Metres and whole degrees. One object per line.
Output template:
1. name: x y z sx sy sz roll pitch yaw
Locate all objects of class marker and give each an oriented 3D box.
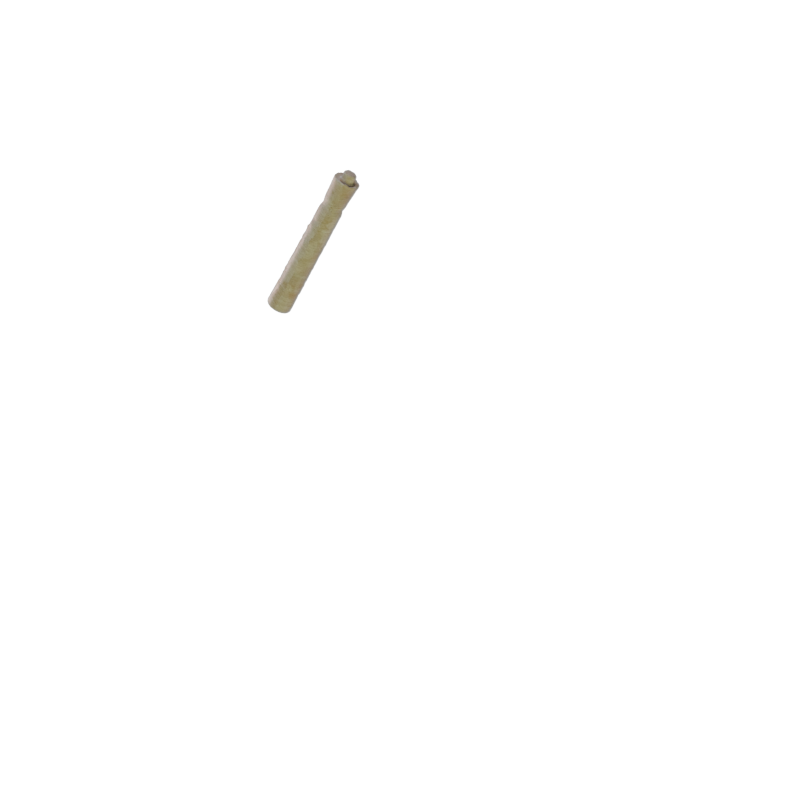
1. marker: -0.062 -0.112 0.787 0.019 0.117 0.021 23 31 -17
